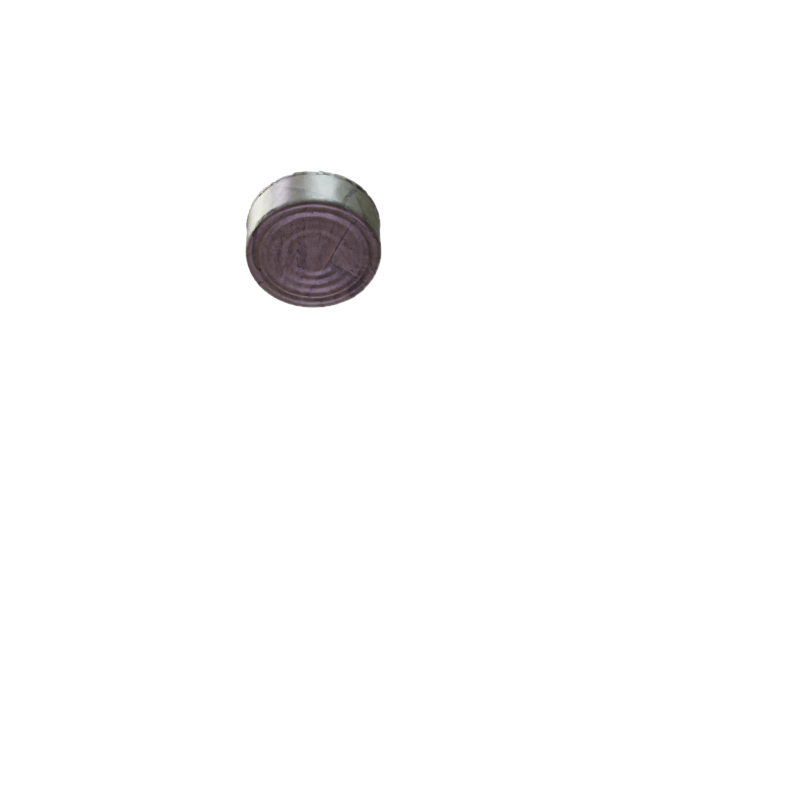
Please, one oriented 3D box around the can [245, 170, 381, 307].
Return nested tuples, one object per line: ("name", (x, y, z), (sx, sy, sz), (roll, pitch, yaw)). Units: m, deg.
("can", (-0.055, -0.099, 0.697), (0.086, 0.080, 0.036), (1, 41, -1))
